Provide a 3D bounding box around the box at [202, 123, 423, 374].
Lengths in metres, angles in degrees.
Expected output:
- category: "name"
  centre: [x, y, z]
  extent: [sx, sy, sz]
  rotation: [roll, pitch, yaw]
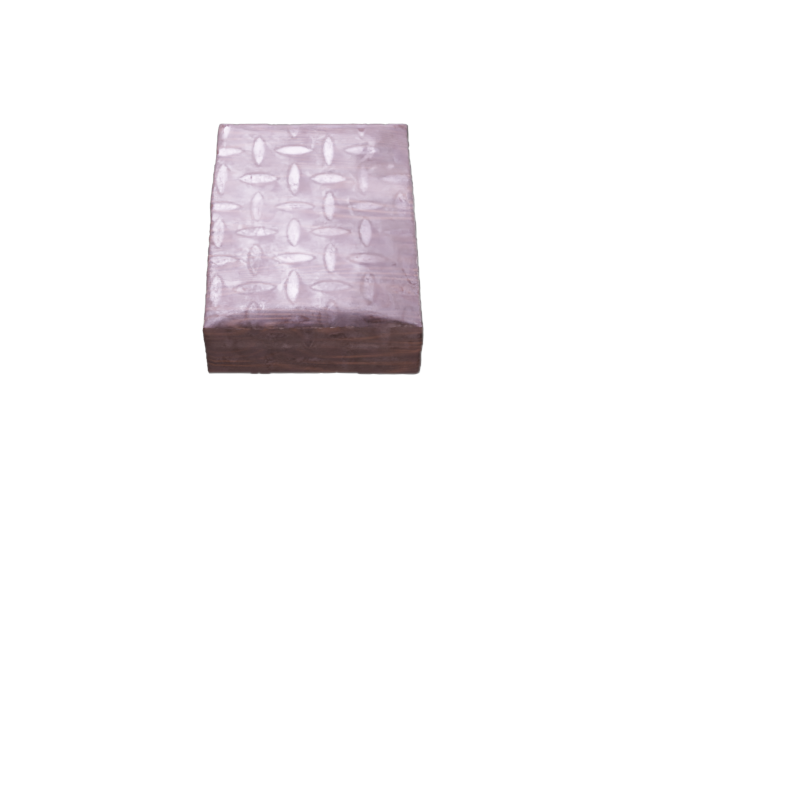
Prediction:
- category: "box"
  centre: [-0.069, -0.126, 0.885]
  extent: [0.164, 0.229, 0.067]
  rotation: [-1, -36, -2]
